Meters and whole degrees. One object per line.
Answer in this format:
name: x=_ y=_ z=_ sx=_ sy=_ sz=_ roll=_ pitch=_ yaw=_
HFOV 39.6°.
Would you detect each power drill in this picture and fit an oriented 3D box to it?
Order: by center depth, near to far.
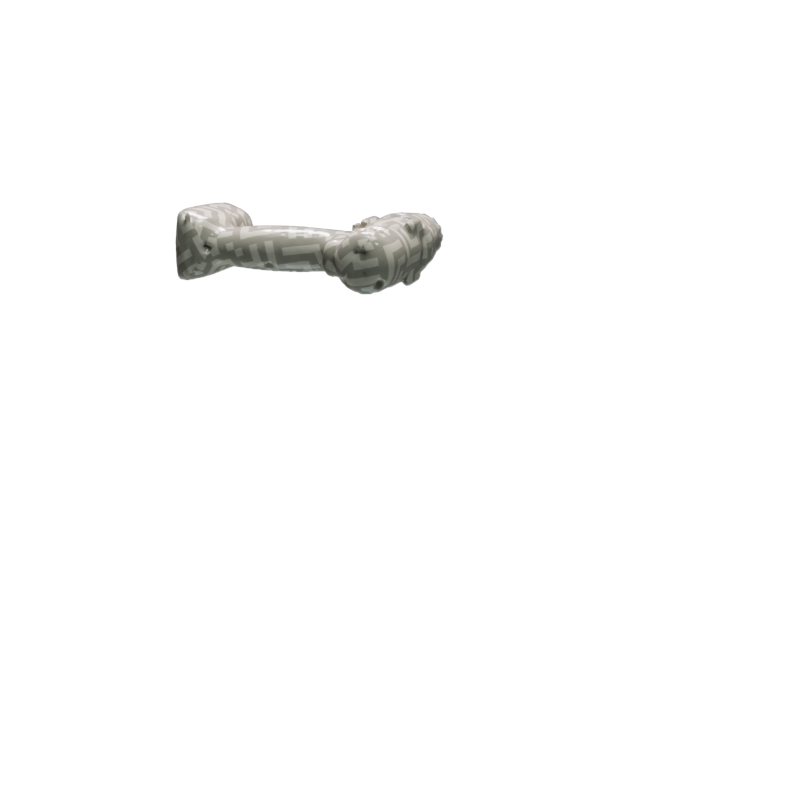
power drill: x=-0.069 y=-0.125 z=0.877 sx=0.192 sy=0.056 sz=0.184 roll=4 pitch=13 yaw=17
